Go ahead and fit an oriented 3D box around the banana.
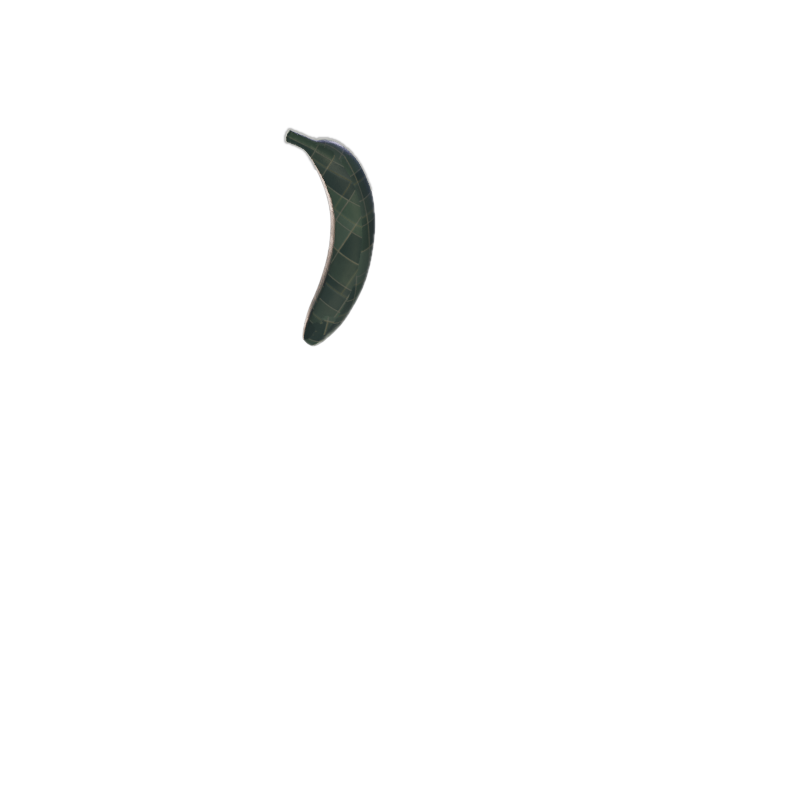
[{"bbox_3d":[-0.055,-0.138,0.934,0.070,0.188,0.039,-3,23,0],"label":"banana"}]
